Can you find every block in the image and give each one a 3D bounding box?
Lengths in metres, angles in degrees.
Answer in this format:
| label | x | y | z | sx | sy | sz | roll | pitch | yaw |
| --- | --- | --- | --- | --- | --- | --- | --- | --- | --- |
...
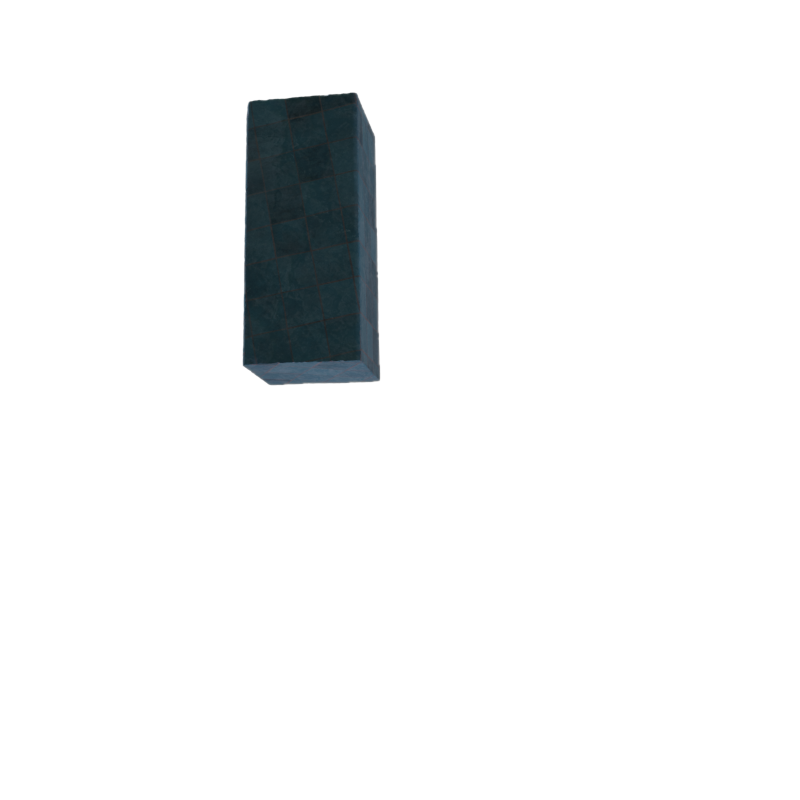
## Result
| label | x | y | z | sx | sy | sz | roll | pitch | yaw |
| --- | --- | --- | --- | --- | --- | --- | --- | --- | --- |
| block | -0.068 | -0.122 | 0.856 | 0.091 | 0.214 | 0.086 | -4 | -16 | 9 |
